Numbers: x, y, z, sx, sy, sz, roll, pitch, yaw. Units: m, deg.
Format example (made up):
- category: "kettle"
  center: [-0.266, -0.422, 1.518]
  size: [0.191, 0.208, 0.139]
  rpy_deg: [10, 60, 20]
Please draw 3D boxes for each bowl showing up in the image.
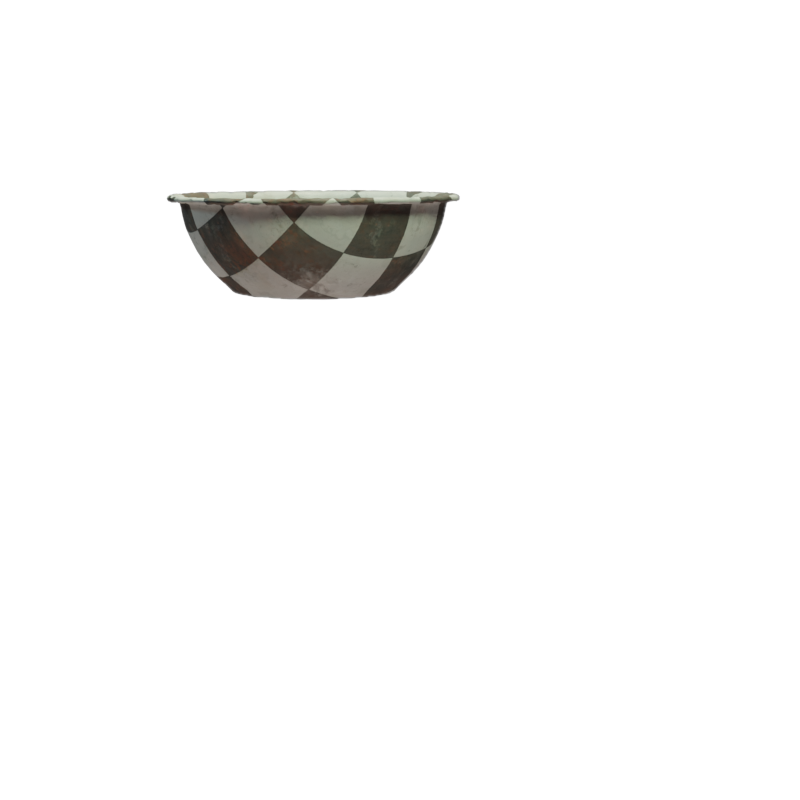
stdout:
- category: "bowl"
  center: [-0.048, -0.088, 0.617]
  size: [0.162, 0.054, 0.165]
  rpy_deg: [0, 11, -2]
